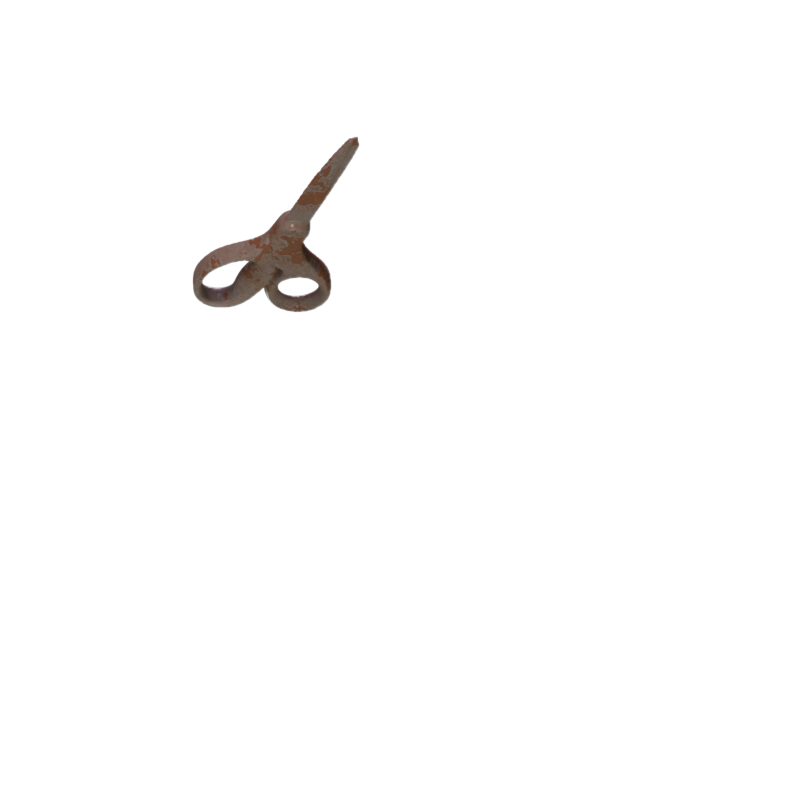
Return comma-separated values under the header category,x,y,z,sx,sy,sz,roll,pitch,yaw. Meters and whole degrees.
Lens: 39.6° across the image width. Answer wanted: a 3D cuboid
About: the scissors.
category,x,y,z,sx,sy,sz,roll,pitch,yaw
scissors,-0.052,-0.094,0.659,0.091,0.017,0.201,17,-28,-35
